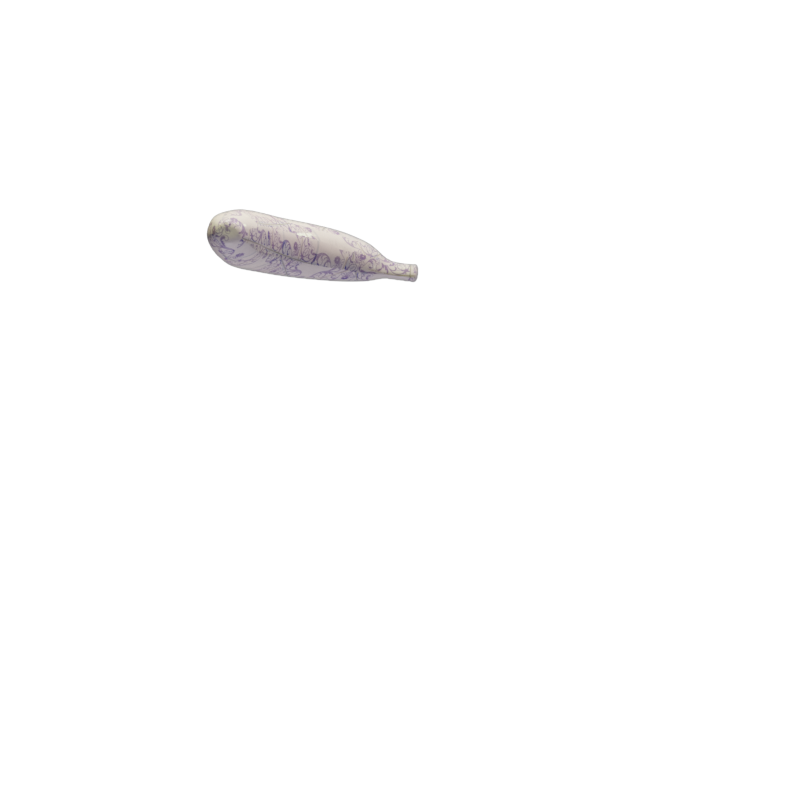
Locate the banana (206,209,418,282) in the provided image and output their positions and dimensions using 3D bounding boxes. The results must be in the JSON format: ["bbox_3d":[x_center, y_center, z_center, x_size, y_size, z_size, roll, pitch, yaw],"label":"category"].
[{"bbox_3d":[-0.068,-0.099,0.709,0.072,0.037,0.189,-1,-1,36],"label":"banana"}]
